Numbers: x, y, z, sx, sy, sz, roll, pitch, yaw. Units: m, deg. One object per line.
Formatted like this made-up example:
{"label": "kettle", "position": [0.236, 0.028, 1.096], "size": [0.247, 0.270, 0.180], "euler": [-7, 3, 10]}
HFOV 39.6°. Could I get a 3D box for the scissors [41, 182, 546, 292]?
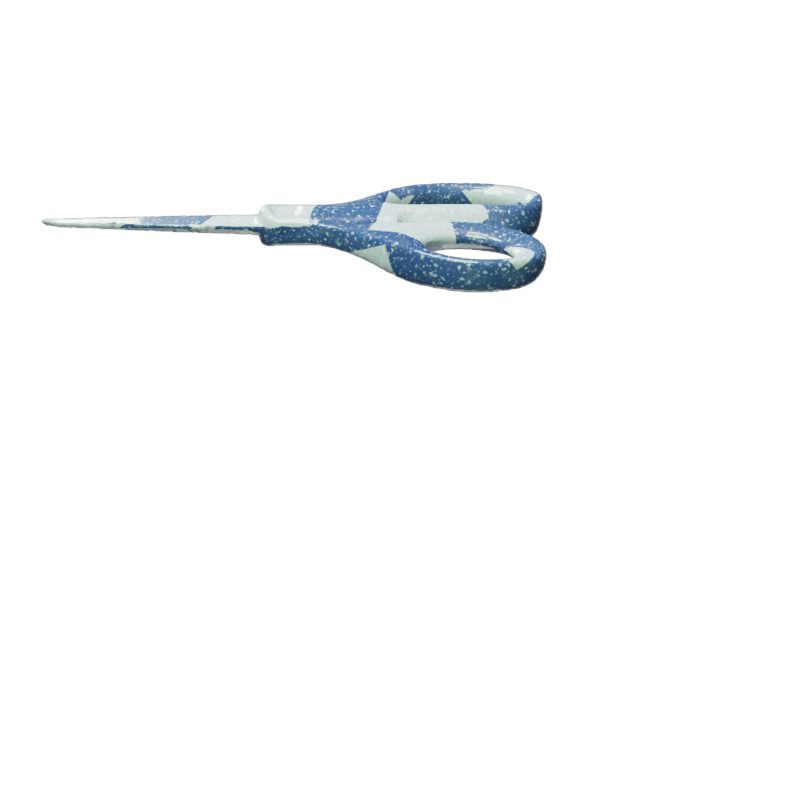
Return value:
{"label": "scissors", "position": [-0.034, -0.061, 0.428], "size": [0.199, 0.015, 0.103], "euler": [-8, 30, -14]}
